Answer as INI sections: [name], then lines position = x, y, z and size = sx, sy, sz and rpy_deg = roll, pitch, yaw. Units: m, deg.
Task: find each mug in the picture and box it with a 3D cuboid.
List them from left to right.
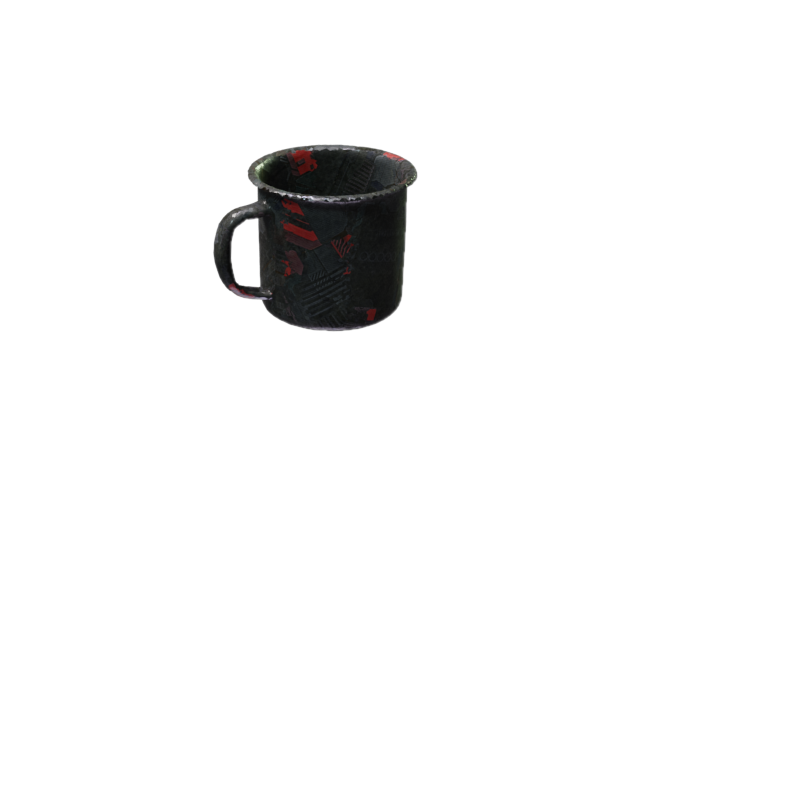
[mug]
position = -0.048, -0.088, 0.616
size = 0.115, 0.077, 0.100
rpy_deg = -16, 31, -29
